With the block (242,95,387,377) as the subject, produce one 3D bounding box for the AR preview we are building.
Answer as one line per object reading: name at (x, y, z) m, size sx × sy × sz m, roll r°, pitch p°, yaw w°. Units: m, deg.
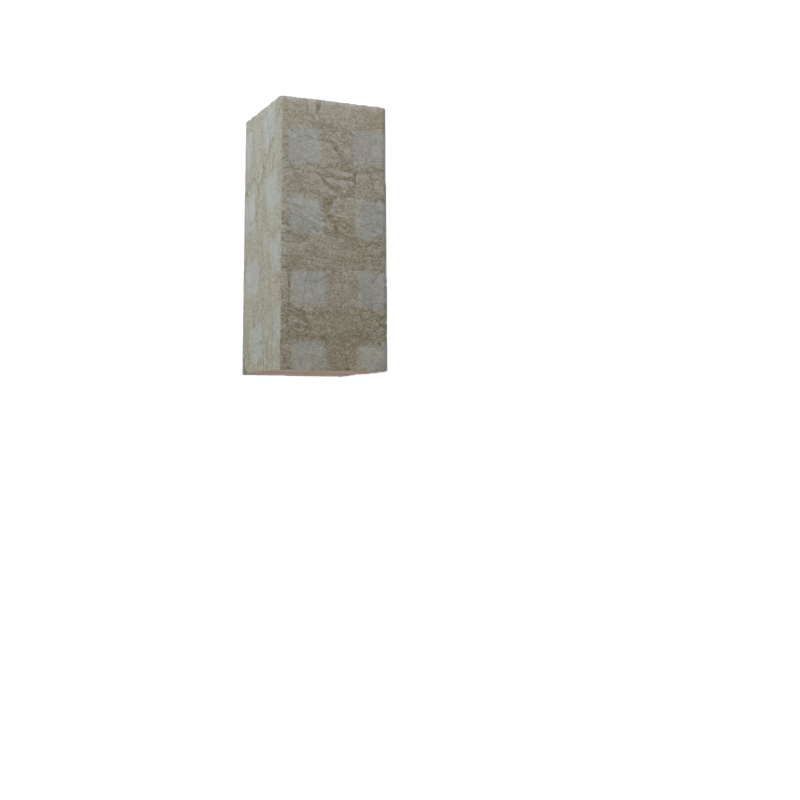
block at (-0.068, -0.125, 0.873) m, size 0.088 × 0.211 × 0.091 m, roll 3°, pitch -9°, yaw -24°
